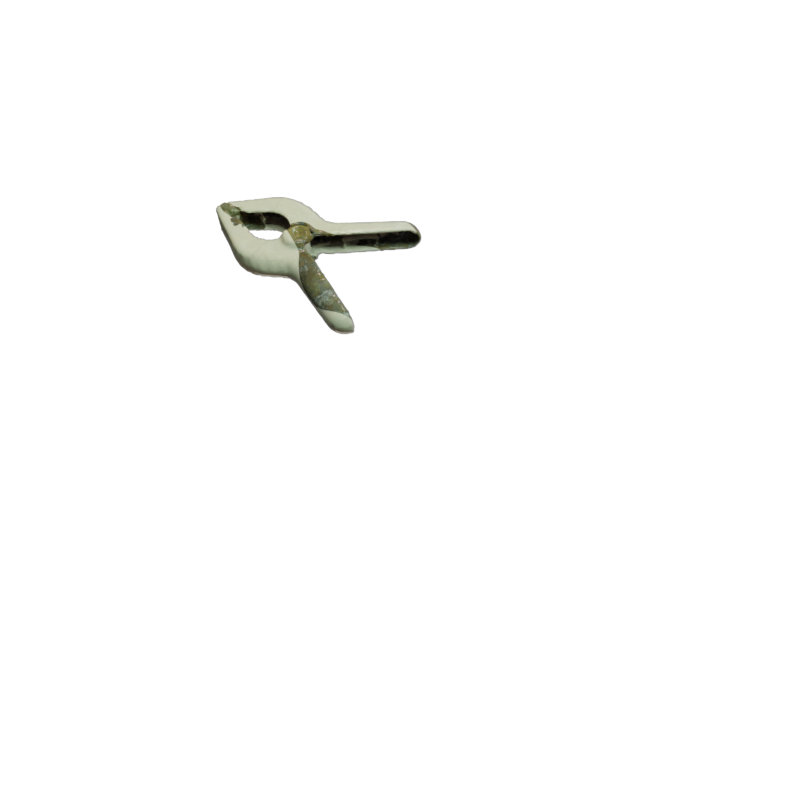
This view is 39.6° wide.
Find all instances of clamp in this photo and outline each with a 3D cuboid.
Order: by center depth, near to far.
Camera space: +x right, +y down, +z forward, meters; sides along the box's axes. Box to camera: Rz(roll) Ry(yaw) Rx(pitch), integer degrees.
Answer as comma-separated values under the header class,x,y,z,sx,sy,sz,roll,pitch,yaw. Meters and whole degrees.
class,x,y,z,sx,sy,sz,roll,pitch,yaw
clamp,-0.072,-0.131,0.917,0.182,0.036,0.122,32,55,26
